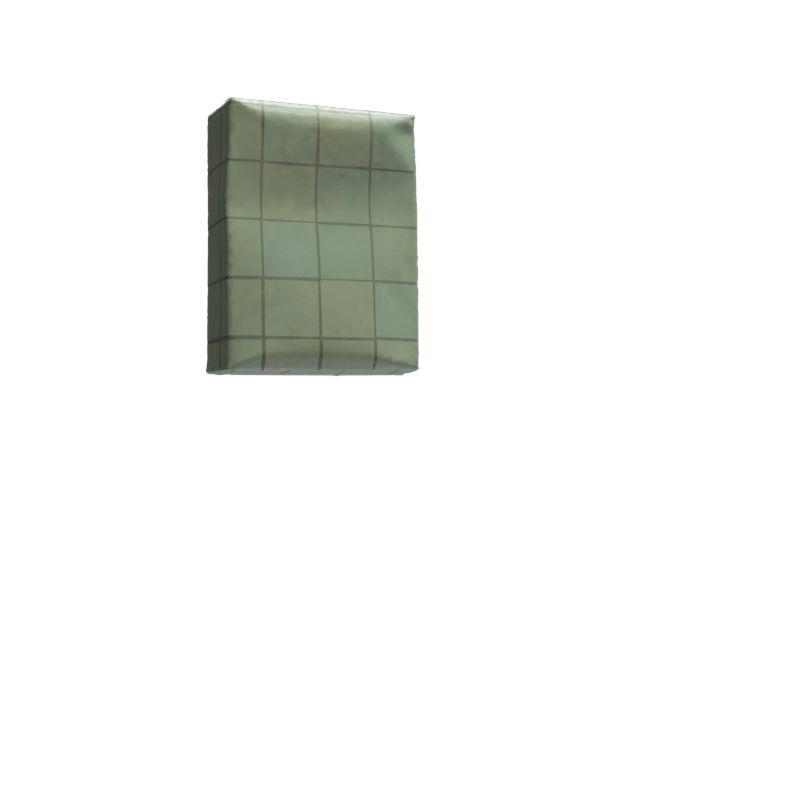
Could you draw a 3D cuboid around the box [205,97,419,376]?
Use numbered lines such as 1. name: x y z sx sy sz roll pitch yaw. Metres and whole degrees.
1. box: -0.070 -0.127 0.892 0.159 0.218 0.072 2 -7 -21
